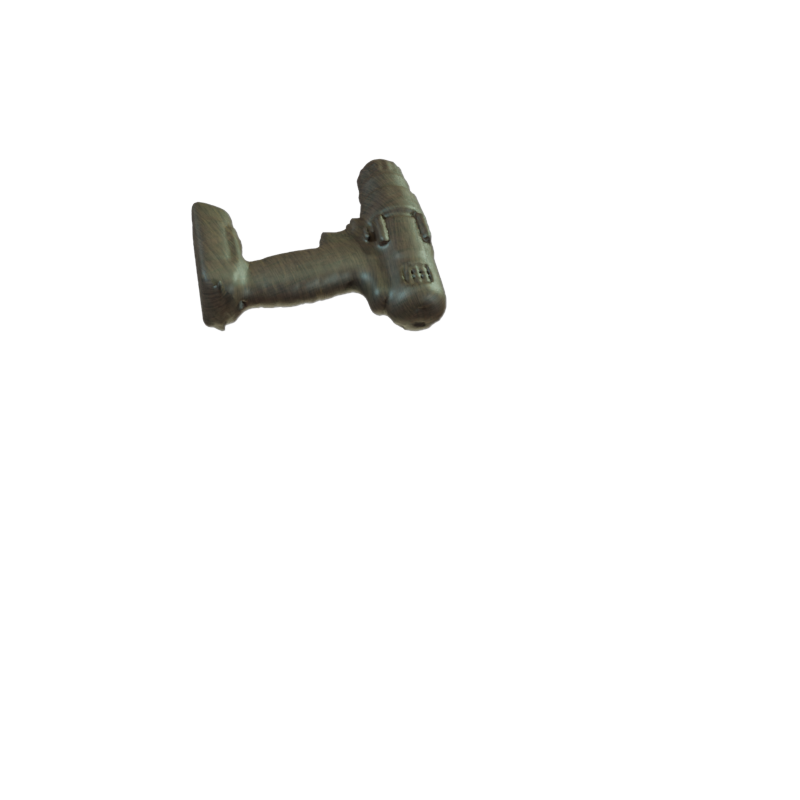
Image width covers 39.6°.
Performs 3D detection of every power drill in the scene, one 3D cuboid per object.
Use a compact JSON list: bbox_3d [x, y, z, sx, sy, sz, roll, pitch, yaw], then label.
[{"bbox_3d":[-0.068,-0.125,0.874,0.186,0.053,0.199,-7,44,-7],"label":"power drill"}]
